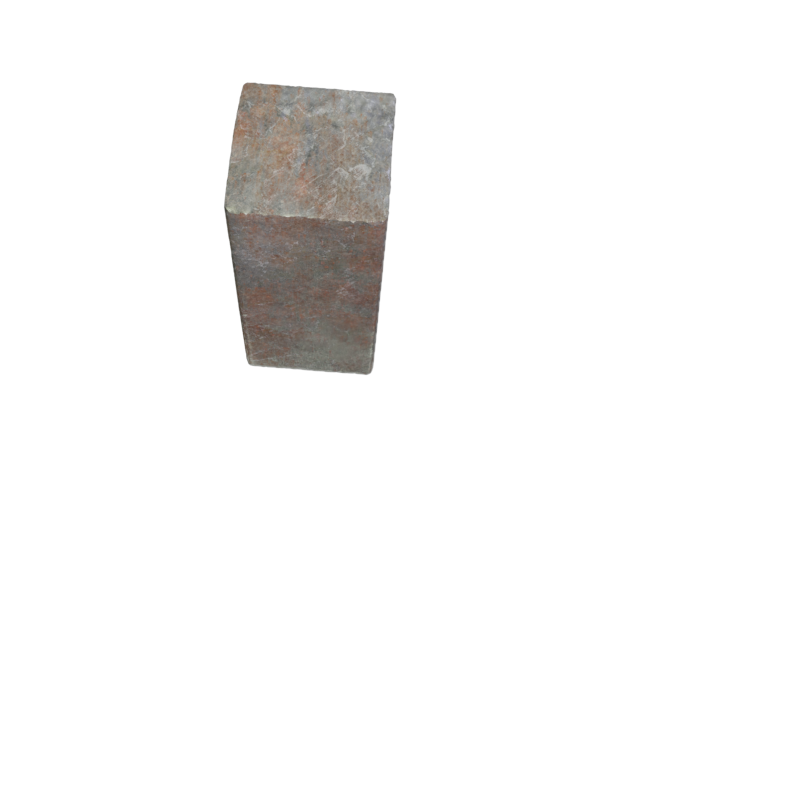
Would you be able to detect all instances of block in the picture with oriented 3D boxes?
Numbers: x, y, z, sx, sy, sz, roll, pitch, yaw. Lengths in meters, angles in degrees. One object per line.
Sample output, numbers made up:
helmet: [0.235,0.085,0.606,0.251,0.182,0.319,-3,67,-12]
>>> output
block: [-0.055,-0.099,0.699,0.091,0.095,0.195,5,-25,-1]
